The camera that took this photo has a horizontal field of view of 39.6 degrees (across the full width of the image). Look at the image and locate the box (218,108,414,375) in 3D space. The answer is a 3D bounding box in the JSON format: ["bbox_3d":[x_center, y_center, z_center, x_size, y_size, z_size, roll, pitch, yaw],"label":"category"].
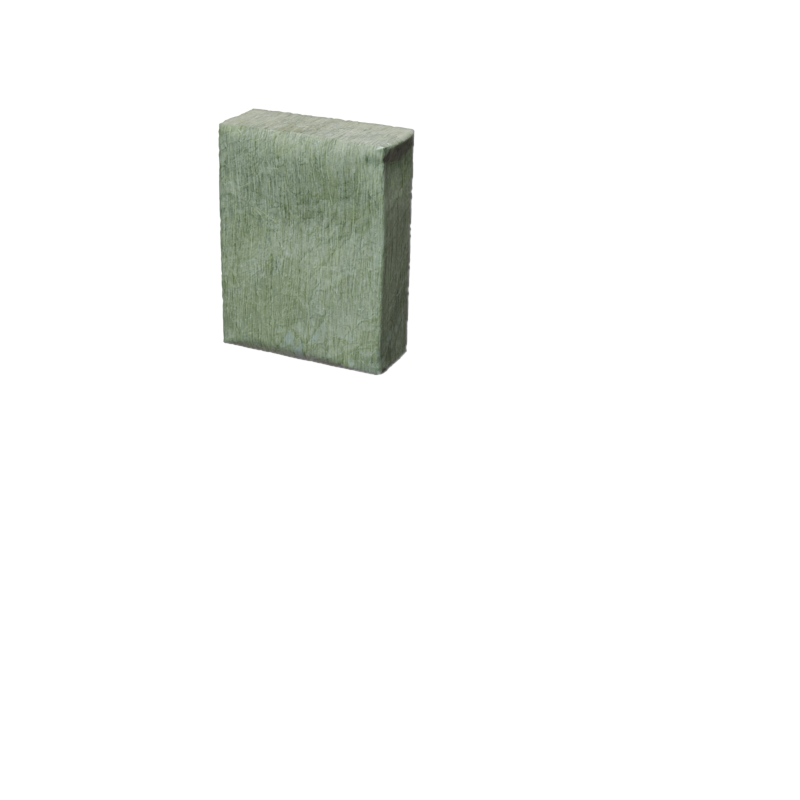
[{"bbox_3d":[-0.078,-0.141,0.991,0.171,0.204,0.072,12,25,24],"label":"box"}]
